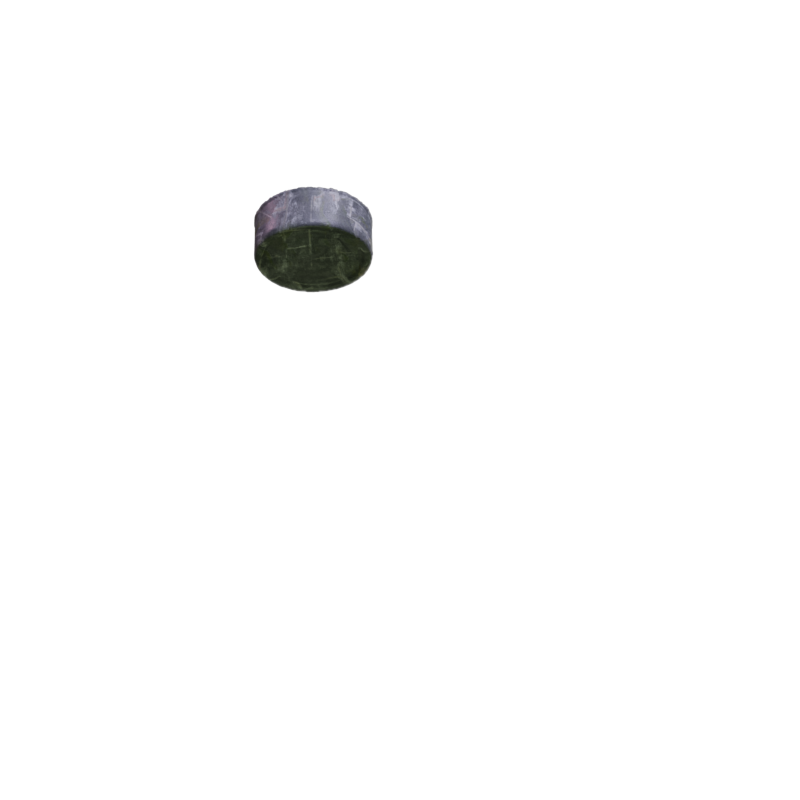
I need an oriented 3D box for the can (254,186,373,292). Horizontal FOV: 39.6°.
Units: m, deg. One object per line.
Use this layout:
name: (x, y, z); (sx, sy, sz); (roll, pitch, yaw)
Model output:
can: (-0.062, -0.113, 0.791); (0.086, 0.036, 0.080); (1, -31, -2)
